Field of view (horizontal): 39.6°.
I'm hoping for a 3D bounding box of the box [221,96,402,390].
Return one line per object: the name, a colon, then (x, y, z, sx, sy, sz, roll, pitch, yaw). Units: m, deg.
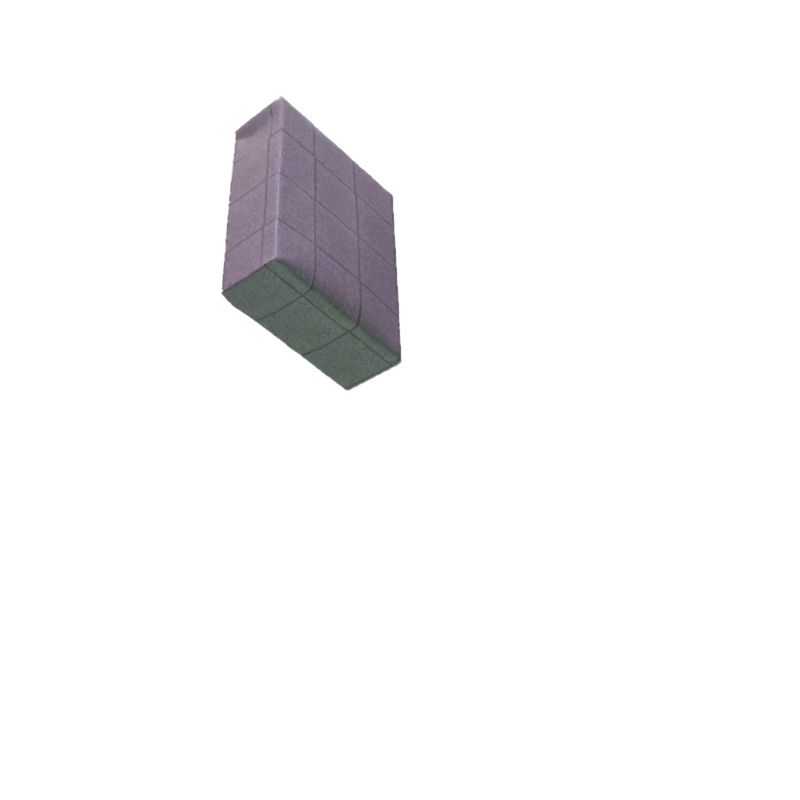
box: (-0.077, -0.140, 0.982, 0.071, 0.230, 0.153, -31, -49, 27)
